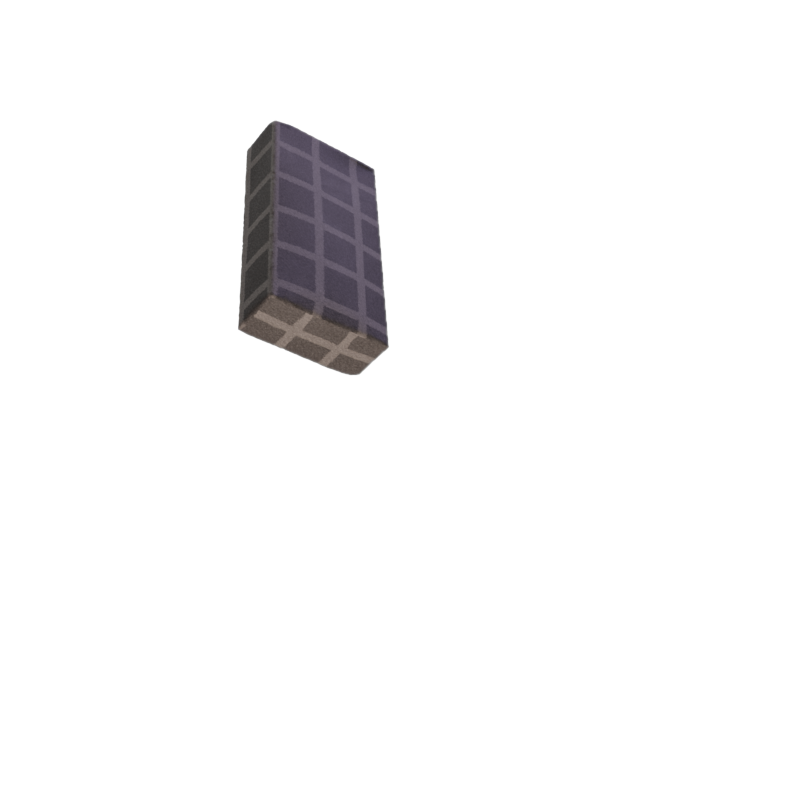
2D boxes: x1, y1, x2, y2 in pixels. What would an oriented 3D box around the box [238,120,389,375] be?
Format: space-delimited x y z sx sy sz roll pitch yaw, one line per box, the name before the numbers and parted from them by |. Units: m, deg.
box | -0.059 -0.108 0.757 0.089 0.189 0.047 22 -46 -27
